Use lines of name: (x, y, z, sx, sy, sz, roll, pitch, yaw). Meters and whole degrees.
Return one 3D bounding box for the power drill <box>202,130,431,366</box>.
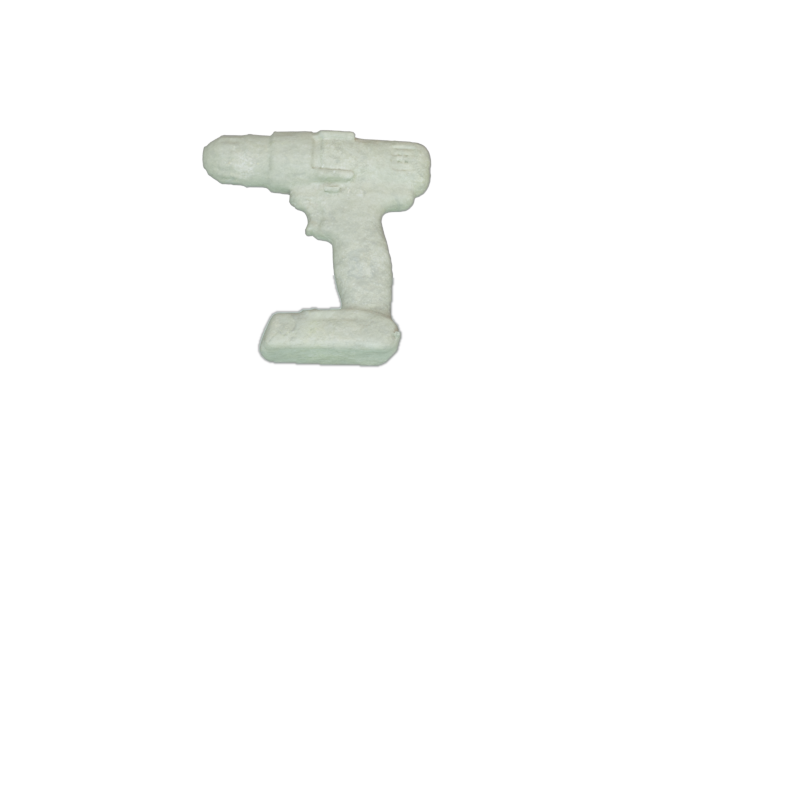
power drill: (-0.068, -0.124, 0.868, 0.184, 0.196, 0.055, 2, -19, 0)
